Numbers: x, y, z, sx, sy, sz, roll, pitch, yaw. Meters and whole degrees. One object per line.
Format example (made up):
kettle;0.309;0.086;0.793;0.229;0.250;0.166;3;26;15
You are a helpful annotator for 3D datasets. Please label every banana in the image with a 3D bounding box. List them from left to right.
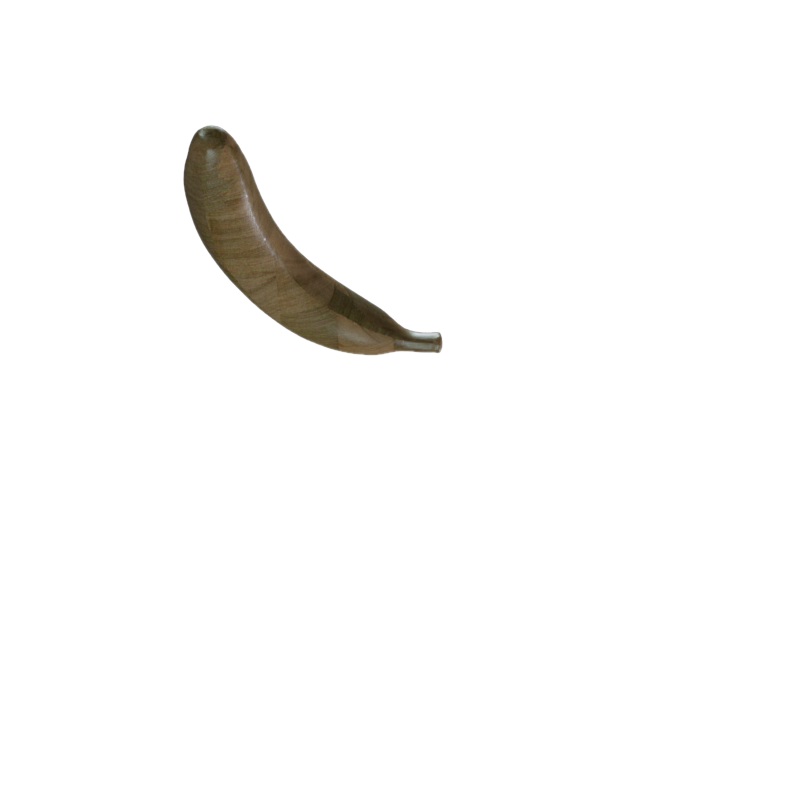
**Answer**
banana;-0.057;-0.073;0.573;0.070;0.039;0.184;-24;-42;28
